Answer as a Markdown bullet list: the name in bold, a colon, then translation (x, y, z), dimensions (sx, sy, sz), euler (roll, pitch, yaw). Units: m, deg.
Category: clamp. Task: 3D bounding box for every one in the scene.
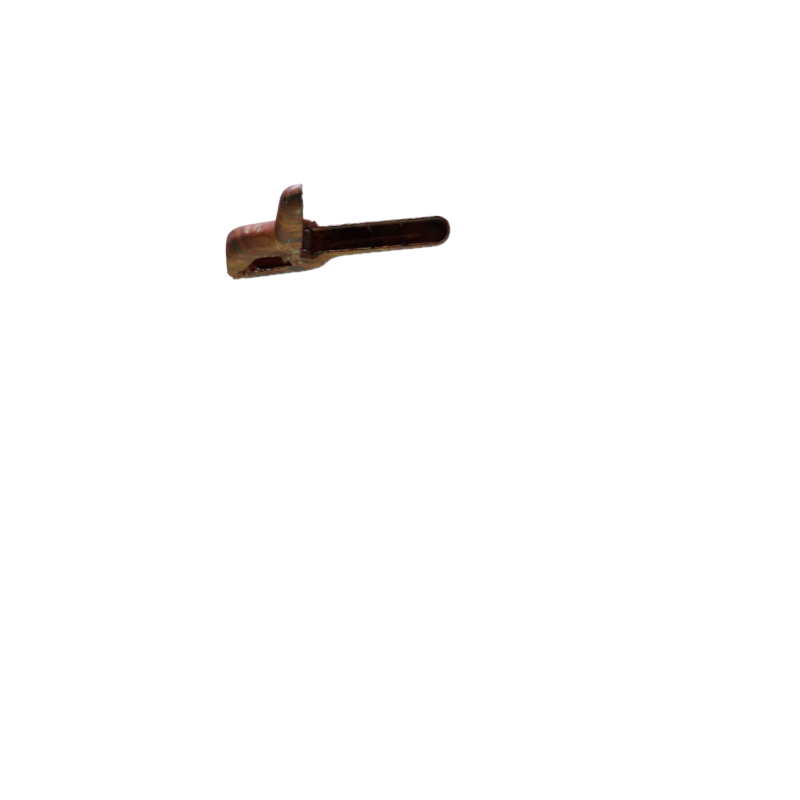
- **clamp**: translation (-0.073, -0.133, 0.935), dimensions (0.157, 0.037, 0.213), euler (6, -10, -34)
